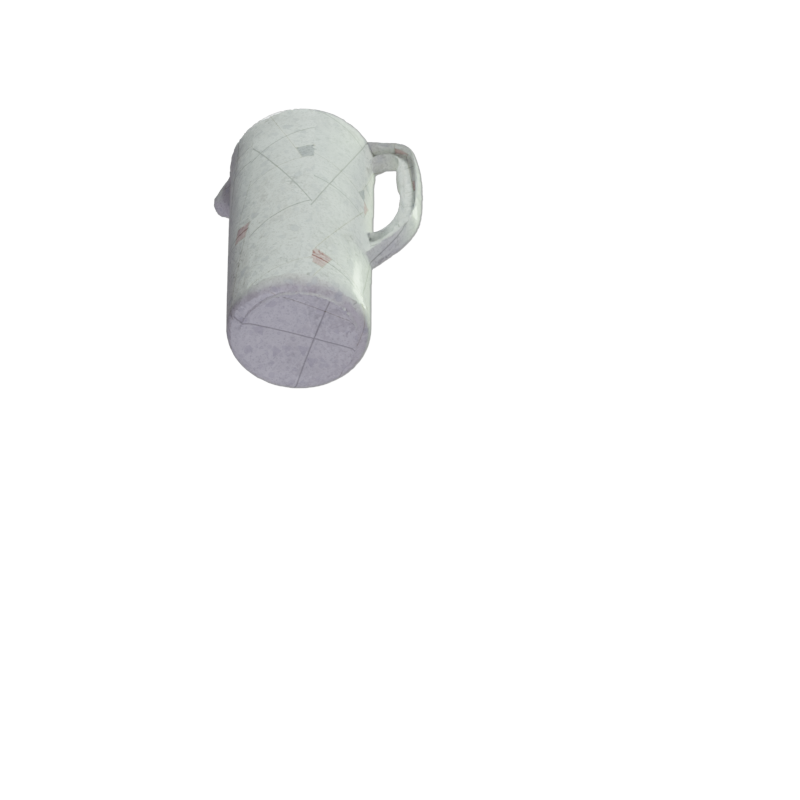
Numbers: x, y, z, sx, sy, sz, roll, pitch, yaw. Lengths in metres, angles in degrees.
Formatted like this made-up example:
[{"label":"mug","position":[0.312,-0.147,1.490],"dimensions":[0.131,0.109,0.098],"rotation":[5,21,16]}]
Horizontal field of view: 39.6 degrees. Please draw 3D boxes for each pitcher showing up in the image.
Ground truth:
[{"label":"pitcher","position":[-0.071,-0.130,0.908],"dimensions":[0.140,0.144,0.260],"rotation":[22,35,-20]}]
